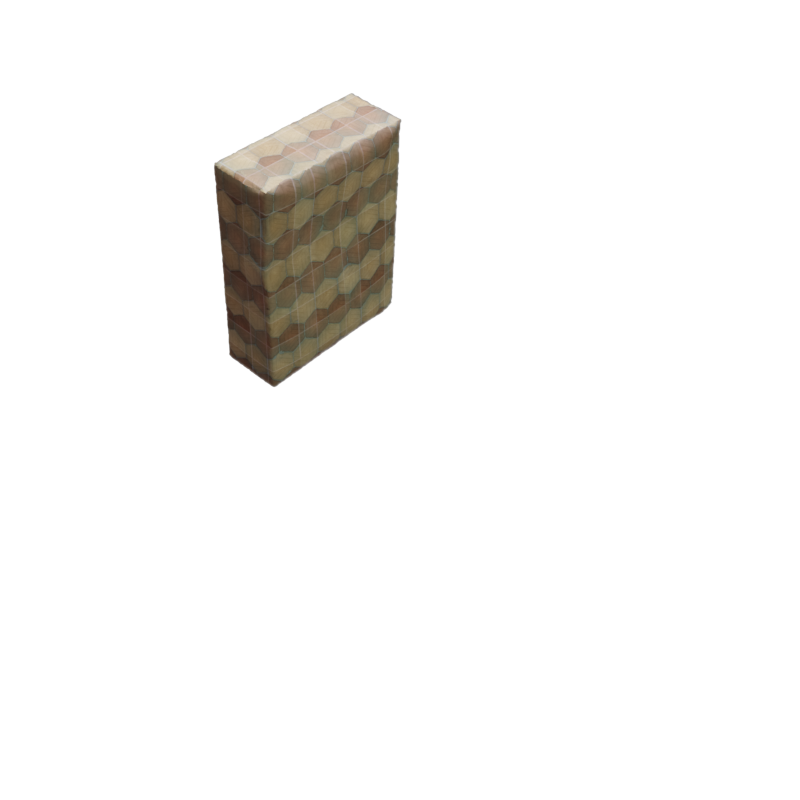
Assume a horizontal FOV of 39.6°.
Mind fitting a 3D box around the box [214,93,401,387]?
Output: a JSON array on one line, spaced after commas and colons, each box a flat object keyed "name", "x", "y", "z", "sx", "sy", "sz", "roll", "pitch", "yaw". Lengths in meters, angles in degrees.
[{"name": "box", "x": -0.077, "y": -0.140, "z": 0.984, "sx": 0.076, "sy": 0.199, "sz": 0.165, "roll": 32, "pitch": 49, "yaw": 29}]
